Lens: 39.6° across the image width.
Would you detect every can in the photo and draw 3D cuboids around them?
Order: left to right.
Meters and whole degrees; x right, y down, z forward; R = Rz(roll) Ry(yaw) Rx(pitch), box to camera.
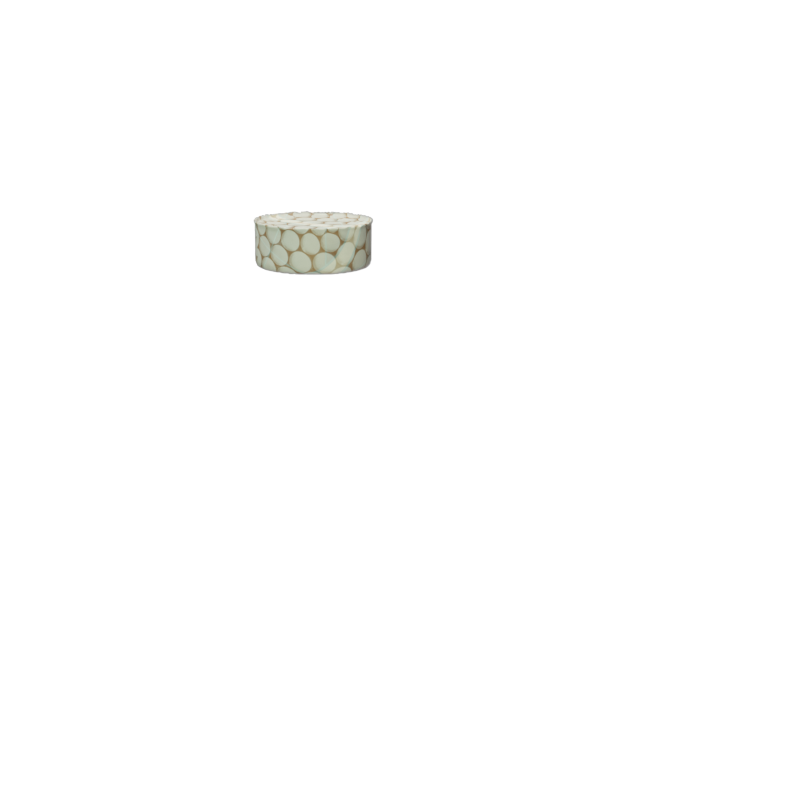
[{"bbox_3d":[-0.063,-0.114,0.800,0.086,0.033,0.089,0,16,-2],"label":"can"}]
